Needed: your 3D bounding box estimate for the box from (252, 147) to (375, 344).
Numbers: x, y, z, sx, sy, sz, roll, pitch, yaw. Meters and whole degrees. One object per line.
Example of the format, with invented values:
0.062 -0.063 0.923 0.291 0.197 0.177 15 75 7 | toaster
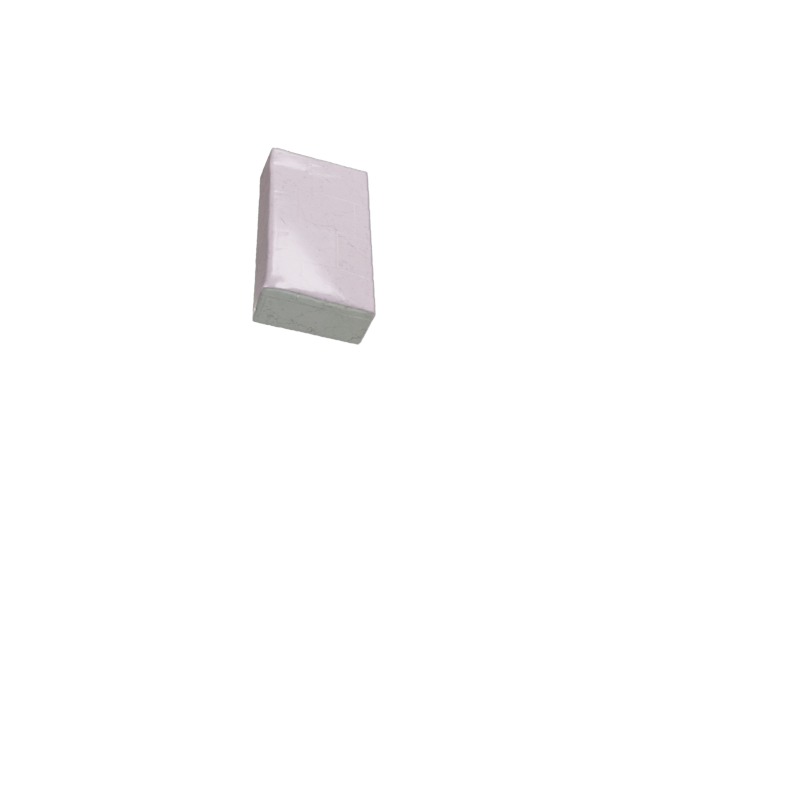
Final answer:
-0.073 -0.132 0.929 0.091 0.189 0.046 12 -47 -15 | box
